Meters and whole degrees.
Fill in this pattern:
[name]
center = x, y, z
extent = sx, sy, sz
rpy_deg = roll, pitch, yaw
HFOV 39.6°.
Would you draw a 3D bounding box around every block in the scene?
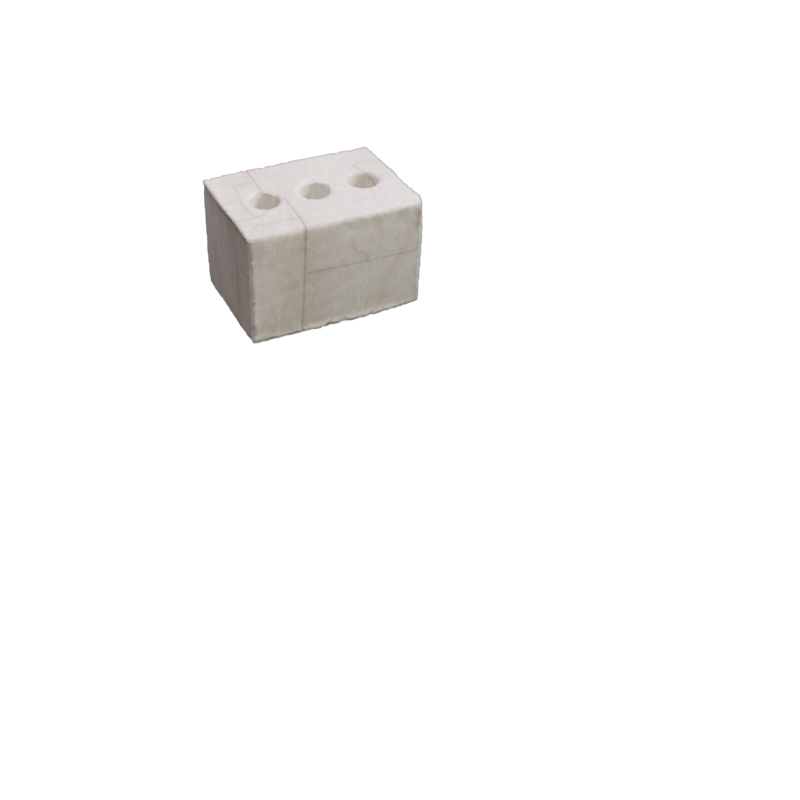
[block]
center = -0.036, -0.066, 0.461
extent = 0.077, 0.048, 0.057
rpy_deg = -16, 39, -22
